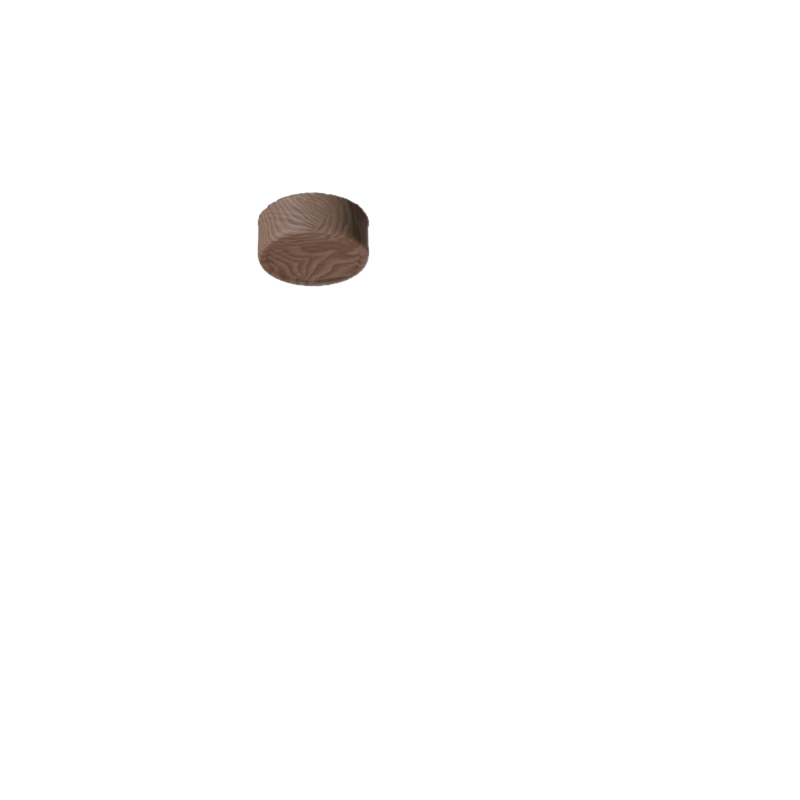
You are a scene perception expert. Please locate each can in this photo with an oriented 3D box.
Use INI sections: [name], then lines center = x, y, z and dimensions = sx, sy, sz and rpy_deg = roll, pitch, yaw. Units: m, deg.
[can]
center = -0.066, -0.121, 0.845
dimensions = 0.086, 0.036, 0.081
rpy_deg = 1, -26, -2
